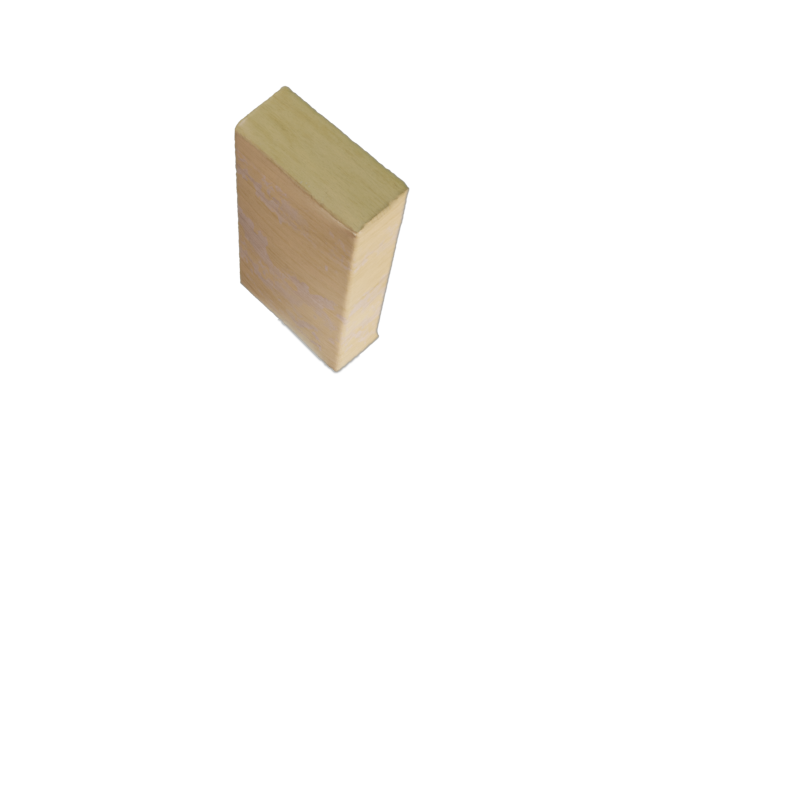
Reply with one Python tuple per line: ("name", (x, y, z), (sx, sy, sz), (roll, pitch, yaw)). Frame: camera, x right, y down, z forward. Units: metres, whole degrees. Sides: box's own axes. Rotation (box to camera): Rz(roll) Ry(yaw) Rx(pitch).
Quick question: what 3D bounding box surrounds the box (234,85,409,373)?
("box", (-0.050, -0.091, 0.636), (0.049, 0.097, 0.167), (-42, -15, -18))
